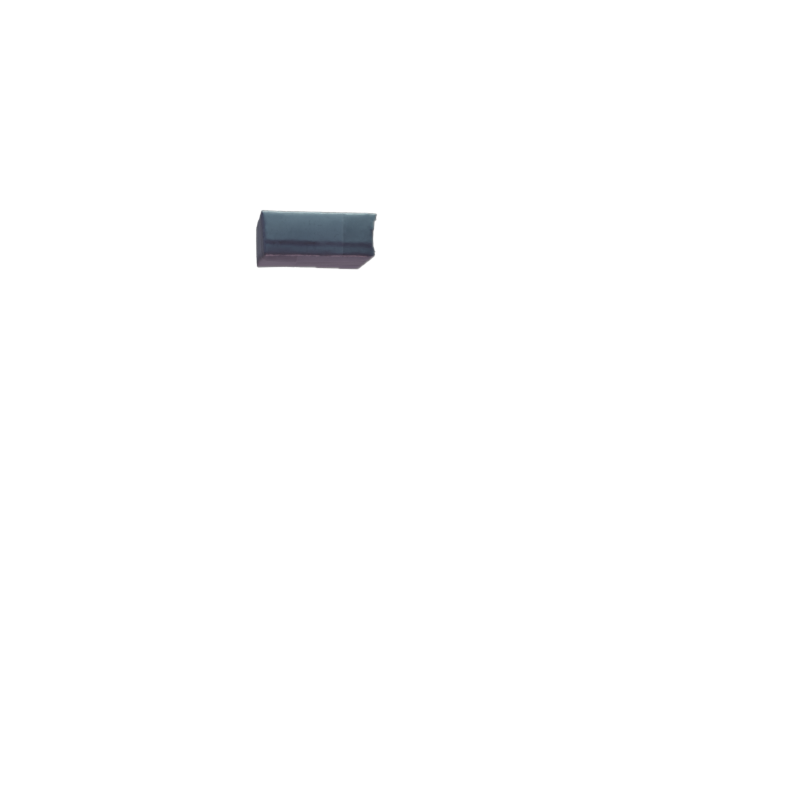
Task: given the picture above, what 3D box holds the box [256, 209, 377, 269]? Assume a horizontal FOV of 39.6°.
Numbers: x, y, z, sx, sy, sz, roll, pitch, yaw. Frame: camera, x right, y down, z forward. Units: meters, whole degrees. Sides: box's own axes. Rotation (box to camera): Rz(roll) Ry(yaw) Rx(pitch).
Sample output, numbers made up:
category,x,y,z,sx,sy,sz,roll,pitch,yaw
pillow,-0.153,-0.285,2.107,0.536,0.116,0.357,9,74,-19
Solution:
category,x,y,z,sx,sy,sz,roll,pitch,yaw
box,-0.070,-0.128,0.896,0.089,0.039,0.114,0,3,-8
